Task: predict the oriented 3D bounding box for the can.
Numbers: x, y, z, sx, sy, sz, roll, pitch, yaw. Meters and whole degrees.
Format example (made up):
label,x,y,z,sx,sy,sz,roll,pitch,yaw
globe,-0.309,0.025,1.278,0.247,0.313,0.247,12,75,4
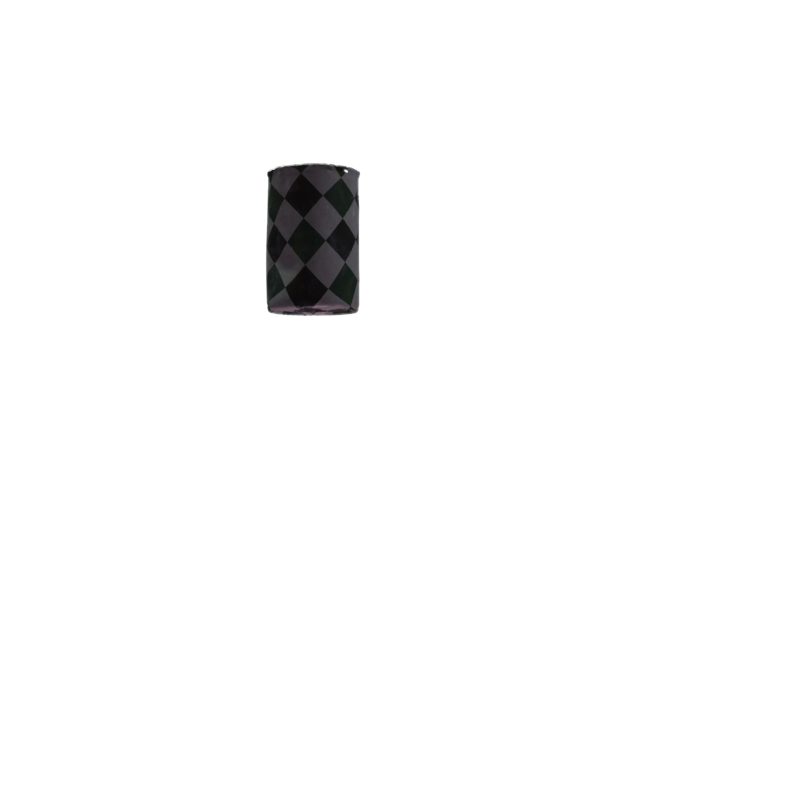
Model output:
label,x,y,z,sx,sy,sz,roll,pitch,yaw
can,-0.063,-0.114,0.801,0.068,0.104,0.067,0,-6,-2
